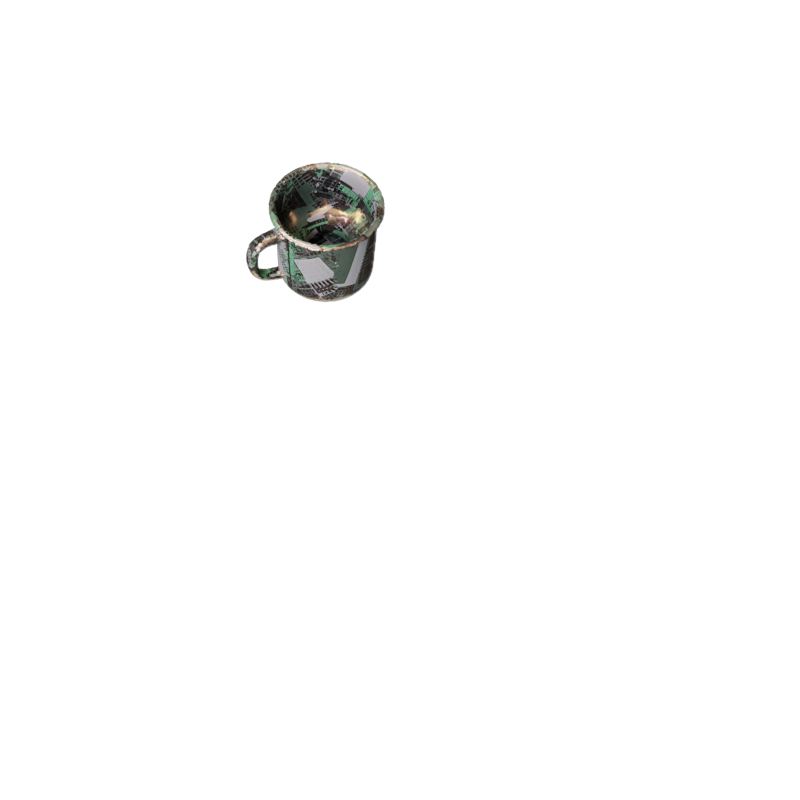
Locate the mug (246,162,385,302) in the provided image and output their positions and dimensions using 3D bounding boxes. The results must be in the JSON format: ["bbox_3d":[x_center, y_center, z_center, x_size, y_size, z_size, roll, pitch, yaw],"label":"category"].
[{"bbox_3d":[-0.071,-0.130,0.911,0.117,0.100,0.076,-25,-31,-18],"label":"mug"}]
